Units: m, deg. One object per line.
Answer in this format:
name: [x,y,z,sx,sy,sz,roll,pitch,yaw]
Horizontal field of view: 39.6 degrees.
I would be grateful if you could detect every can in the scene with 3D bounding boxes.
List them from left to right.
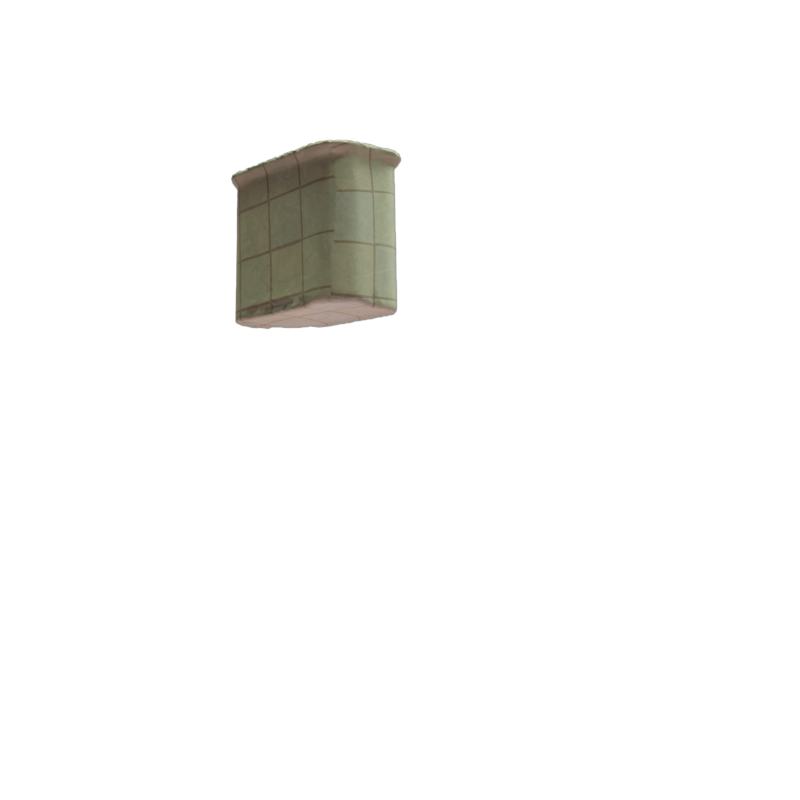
can: [-0.046,-0.085,0.593,0.055,0.086,0.104,8,-11,-40]
